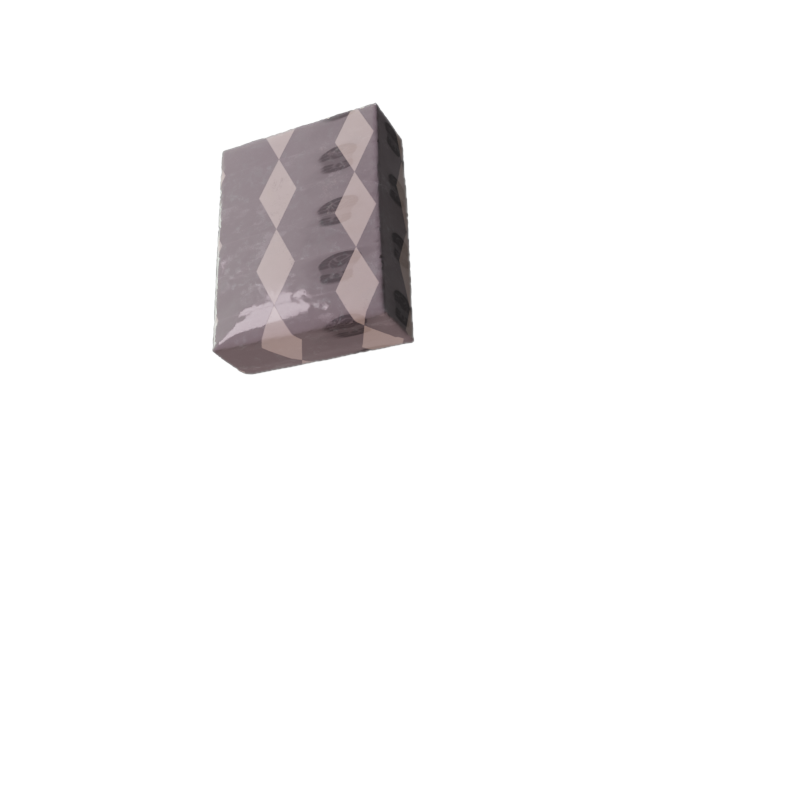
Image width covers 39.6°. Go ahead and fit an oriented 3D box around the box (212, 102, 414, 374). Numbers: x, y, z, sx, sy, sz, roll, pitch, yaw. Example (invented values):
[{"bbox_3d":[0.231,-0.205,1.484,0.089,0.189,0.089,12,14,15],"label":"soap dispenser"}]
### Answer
[{"bbox_3d":[-0.077,-0.141,0.990,0.166,0.227,0.066,-13,-31,21],"label":"box"}]
